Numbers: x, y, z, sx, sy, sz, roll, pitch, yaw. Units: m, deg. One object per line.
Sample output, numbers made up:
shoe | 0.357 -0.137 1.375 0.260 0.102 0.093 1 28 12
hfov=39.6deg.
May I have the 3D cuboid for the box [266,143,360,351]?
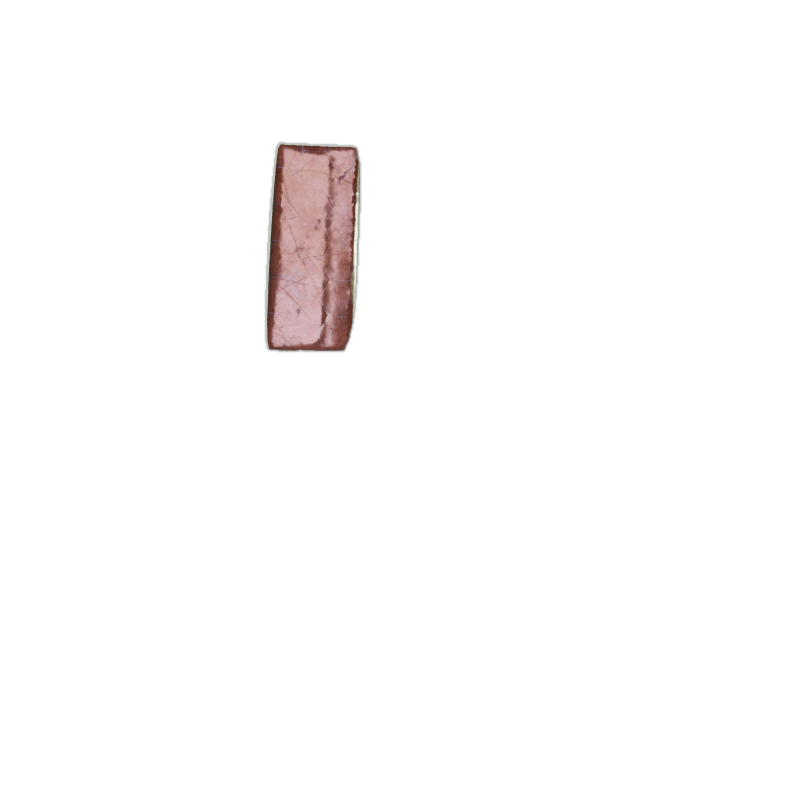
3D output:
box | -0.076 -0.138 0.965 0.071 0.162 0.218 3 8 -4
